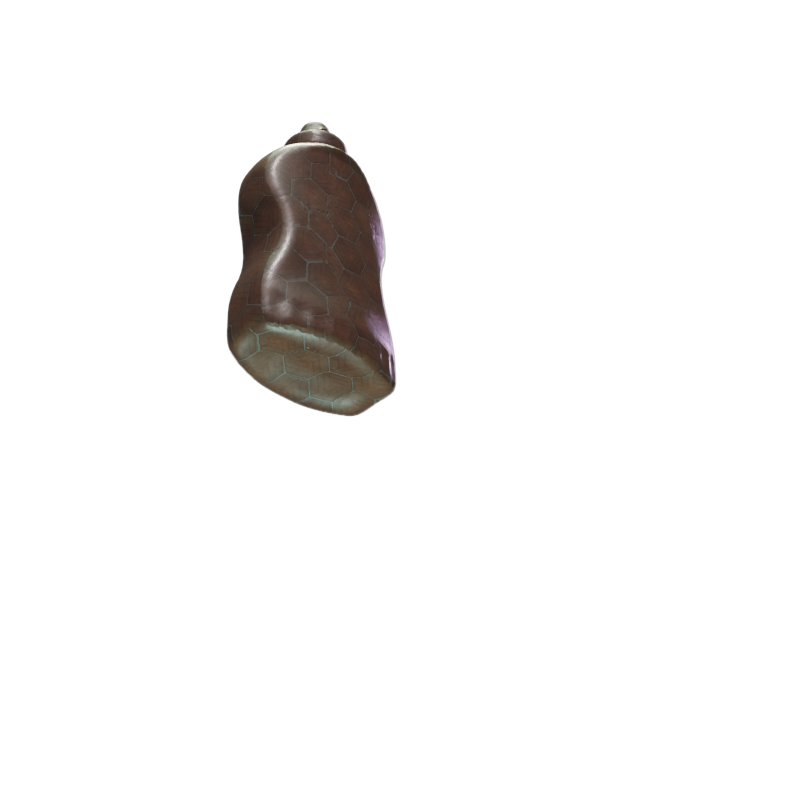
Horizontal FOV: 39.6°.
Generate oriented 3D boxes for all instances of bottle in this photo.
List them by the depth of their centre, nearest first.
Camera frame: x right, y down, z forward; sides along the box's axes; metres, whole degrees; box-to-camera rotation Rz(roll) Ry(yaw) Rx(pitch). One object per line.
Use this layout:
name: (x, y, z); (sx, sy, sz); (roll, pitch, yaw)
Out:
bottle: (-0.049, -0.091, 0.635); (0.091, 0.206, 0.058); (27, -49, -31)
